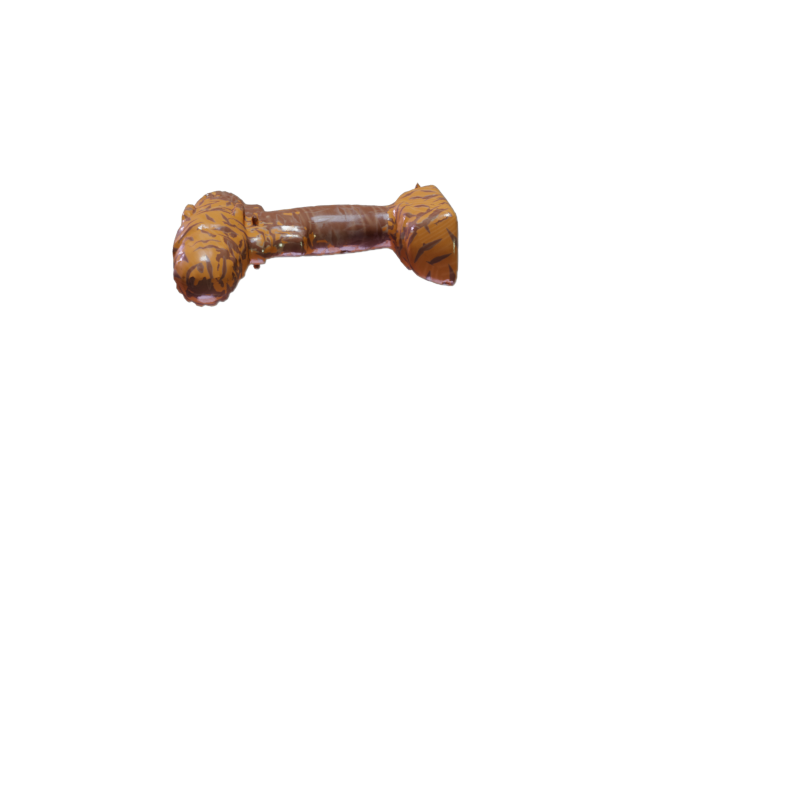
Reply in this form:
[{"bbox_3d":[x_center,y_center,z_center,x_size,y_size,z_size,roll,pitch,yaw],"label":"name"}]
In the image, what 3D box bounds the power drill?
[{"bbox_3d":[-0.059,-0.107,0.748,0.187,0.055,0.193,-1,22,-3],"label":"power drill"}]
